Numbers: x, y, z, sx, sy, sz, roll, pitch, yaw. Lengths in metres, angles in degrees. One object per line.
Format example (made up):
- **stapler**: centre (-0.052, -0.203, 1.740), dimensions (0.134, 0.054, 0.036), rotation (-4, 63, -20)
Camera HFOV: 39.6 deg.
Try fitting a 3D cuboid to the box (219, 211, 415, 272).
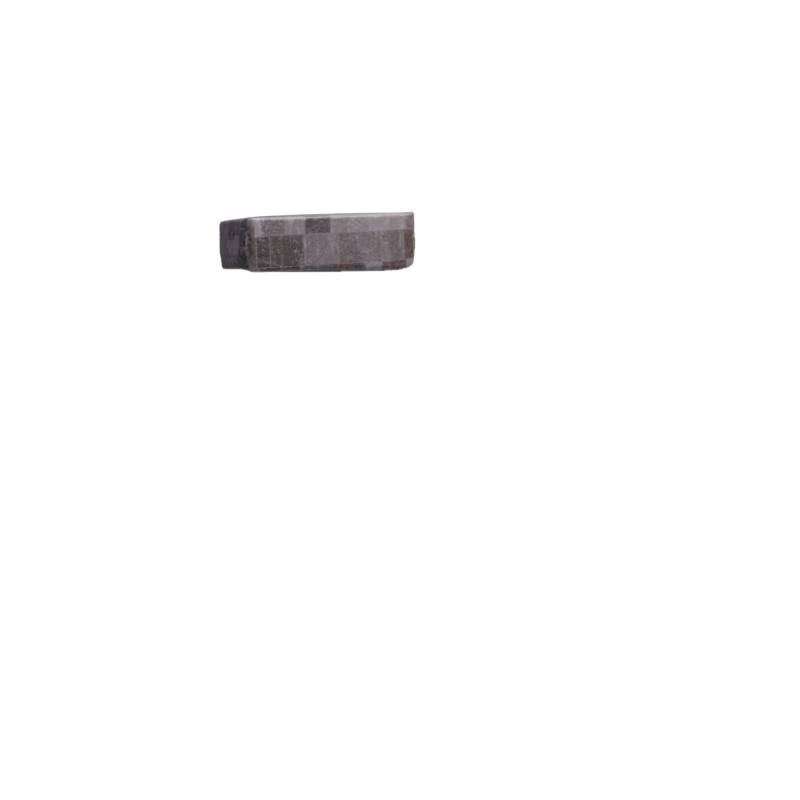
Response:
- **box**: centre (-0.058, -0.105, 0.736), dimensions (0.111, 0.039, 0.093), rotation (-2, 8, -18)
